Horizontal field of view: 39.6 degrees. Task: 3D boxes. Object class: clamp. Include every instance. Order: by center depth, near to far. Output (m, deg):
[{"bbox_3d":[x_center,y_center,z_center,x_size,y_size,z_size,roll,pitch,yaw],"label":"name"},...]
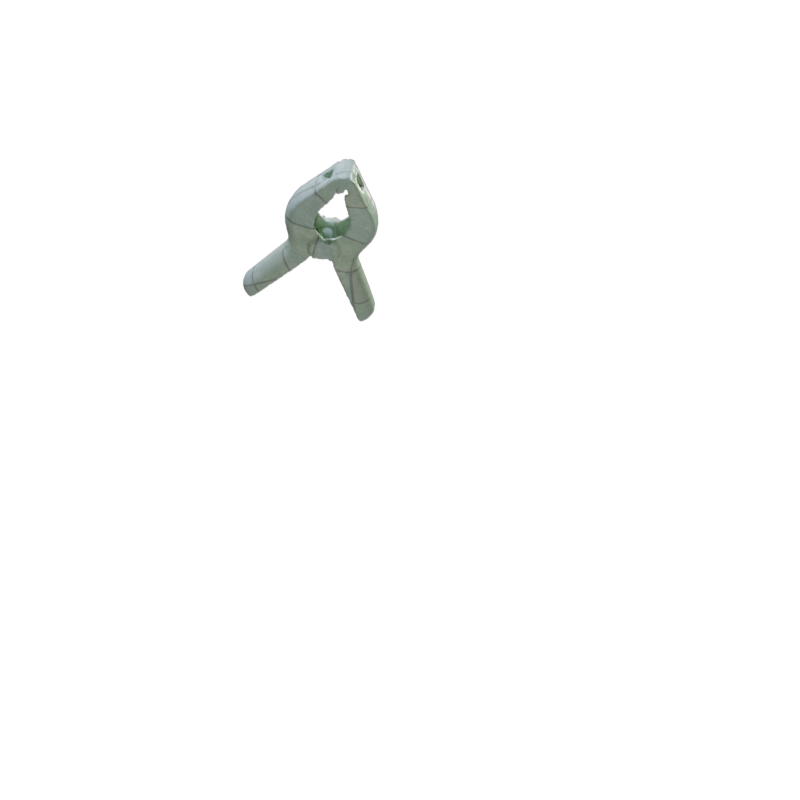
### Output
[{"bbox_3d":[-0.075,-0.137,0.959,0.119,0.160,0.042,4,44,-4],"label":"clamp"}]
